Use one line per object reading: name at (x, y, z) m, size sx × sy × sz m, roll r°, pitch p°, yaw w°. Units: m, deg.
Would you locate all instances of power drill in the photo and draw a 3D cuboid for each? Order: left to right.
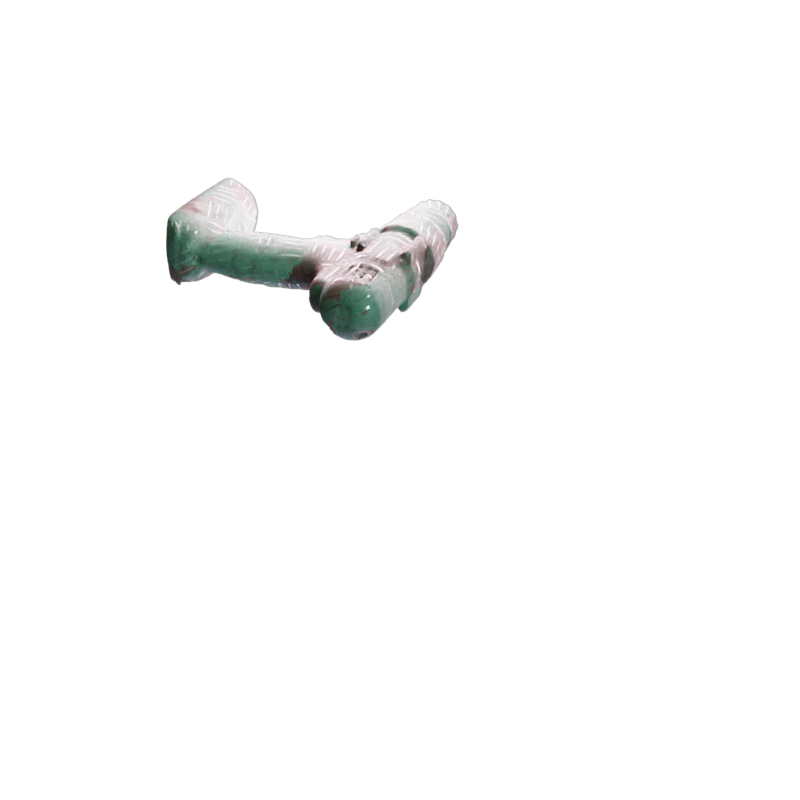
power drill at (-0.065, -0.118, 0.829) m, size 0.195 × 0.054 × 0.188 m, roll 13°, pitch 32°, yaw 21°
